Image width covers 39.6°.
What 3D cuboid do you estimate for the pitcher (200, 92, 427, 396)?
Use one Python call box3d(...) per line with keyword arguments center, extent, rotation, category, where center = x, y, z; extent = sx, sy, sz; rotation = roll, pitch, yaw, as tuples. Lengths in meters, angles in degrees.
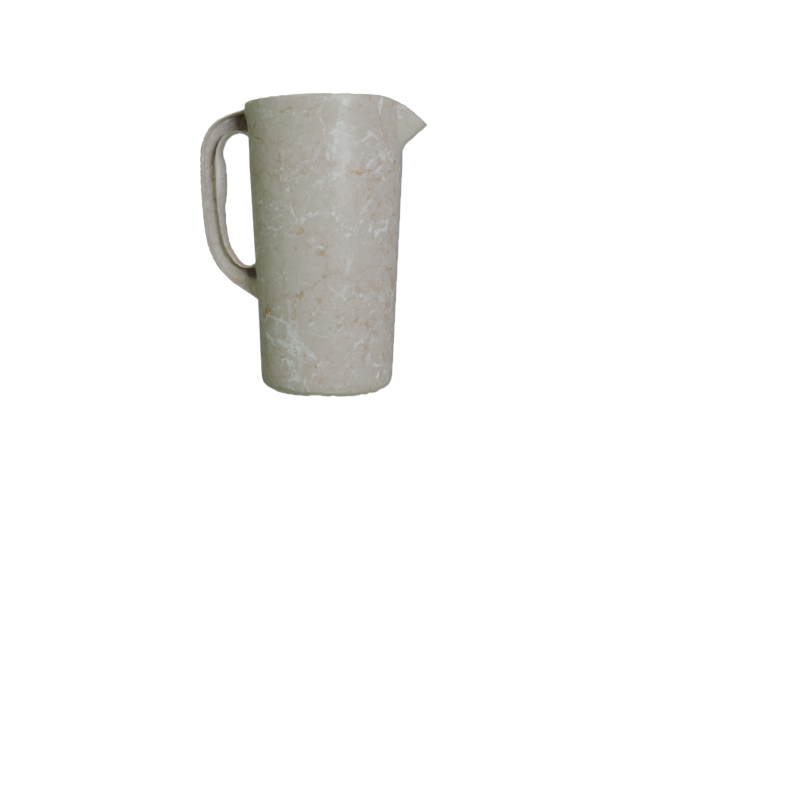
box3d(center=(-0.072, -0.131, 0.915), extent=(0.140, 0.242, 0.155), rotation=(-2, 4, -37), category="pitcher")
